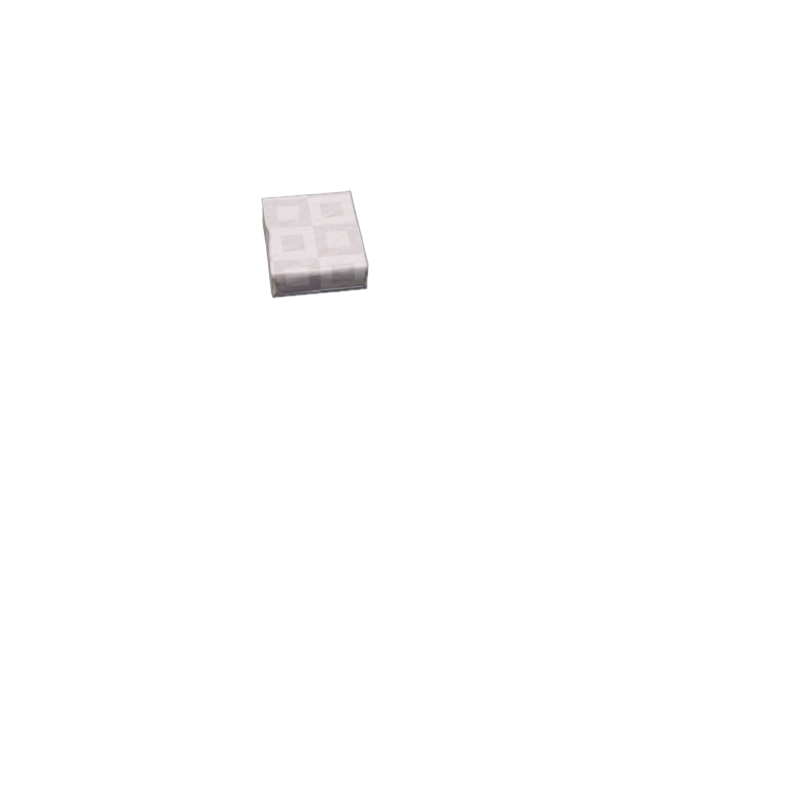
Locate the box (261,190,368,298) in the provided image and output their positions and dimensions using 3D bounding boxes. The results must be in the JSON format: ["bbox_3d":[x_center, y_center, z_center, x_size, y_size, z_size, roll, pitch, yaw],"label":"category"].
[{"bbox_3d":[-0.067,-0.122,0.854,0.073,0.096,0.028,-6,-42,-6],"label":"box"}]
